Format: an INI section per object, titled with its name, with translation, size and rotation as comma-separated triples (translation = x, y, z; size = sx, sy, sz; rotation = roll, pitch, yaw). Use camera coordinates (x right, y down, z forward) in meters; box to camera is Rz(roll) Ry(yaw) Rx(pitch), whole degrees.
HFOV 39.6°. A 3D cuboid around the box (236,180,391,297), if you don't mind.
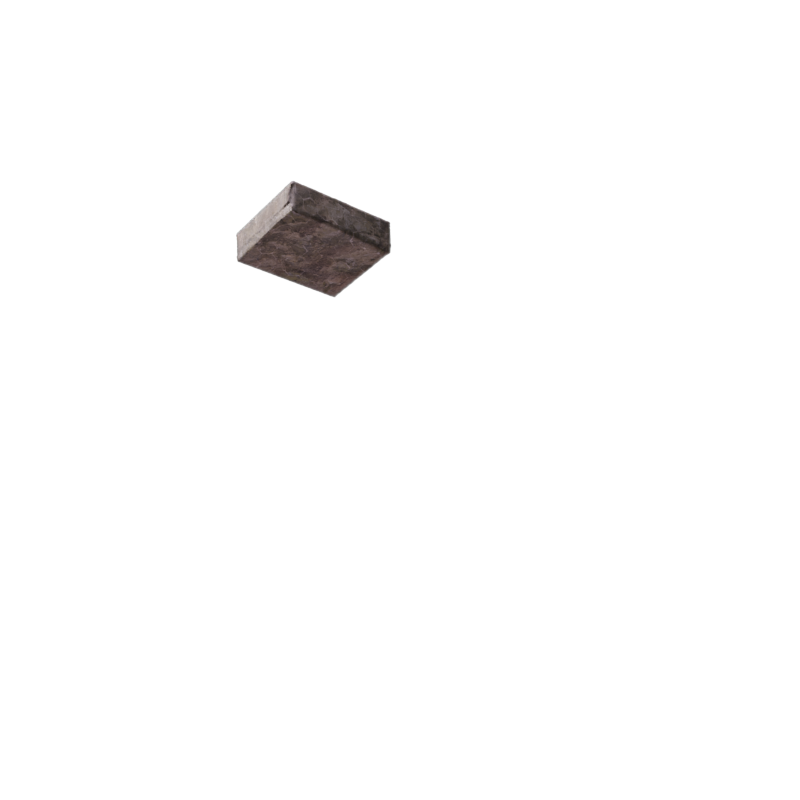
[box]
translation = -0.078, -0.143, 1.000
size = 0.107, 0.042, 0.089
rotation = 22, -39, -31
